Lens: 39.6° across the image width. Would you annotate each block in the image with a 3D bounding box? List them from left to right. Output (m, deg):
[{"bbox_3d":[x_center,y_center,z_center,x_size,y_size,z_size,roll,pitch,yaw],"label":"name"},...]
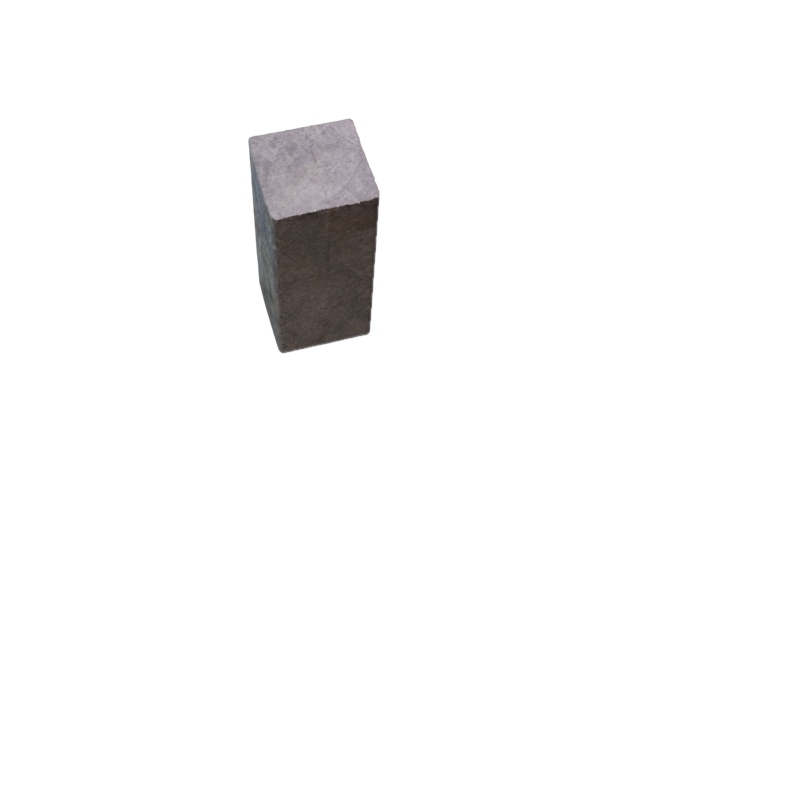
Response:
[{"bbox_3d":[-0.076,-0.137,0.966,0.090,0.097,0.193,-12,-29,-11],"label":"block"}]
